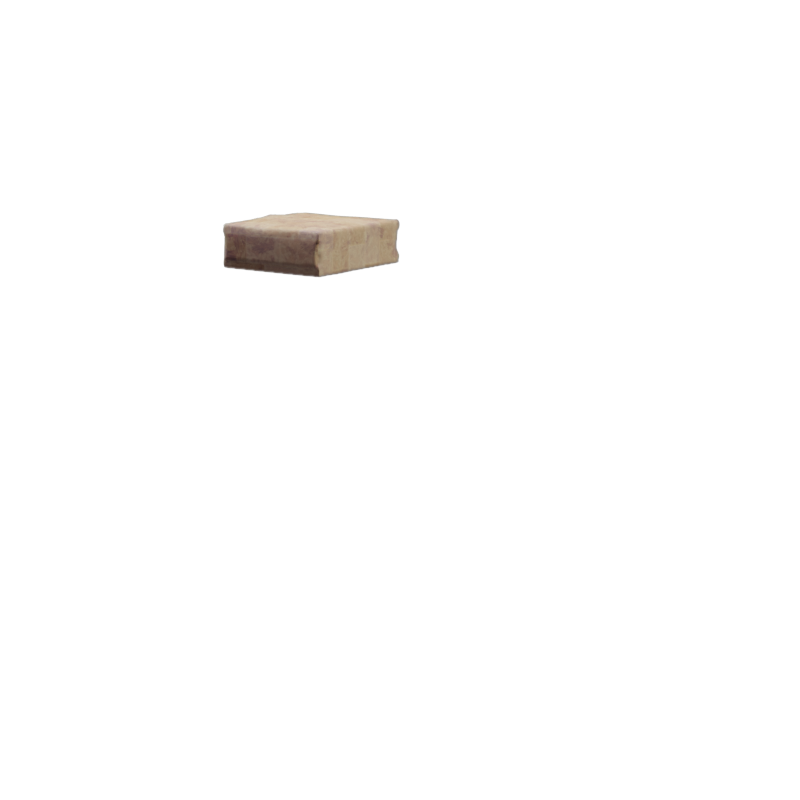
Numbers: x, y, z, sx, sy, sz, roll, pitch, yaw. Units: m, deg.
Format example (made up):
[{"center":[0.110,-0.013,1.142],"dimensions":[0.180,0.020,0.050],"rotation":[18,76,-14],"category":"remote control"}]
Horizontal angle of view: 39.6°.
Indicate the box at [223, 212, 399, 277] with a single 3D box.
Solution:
[{"center":[-0.053,-0.097,0.682],"dimensions":[0.076,0.029,0.088],"rotation":[9,17,33],"category":"box"}]
